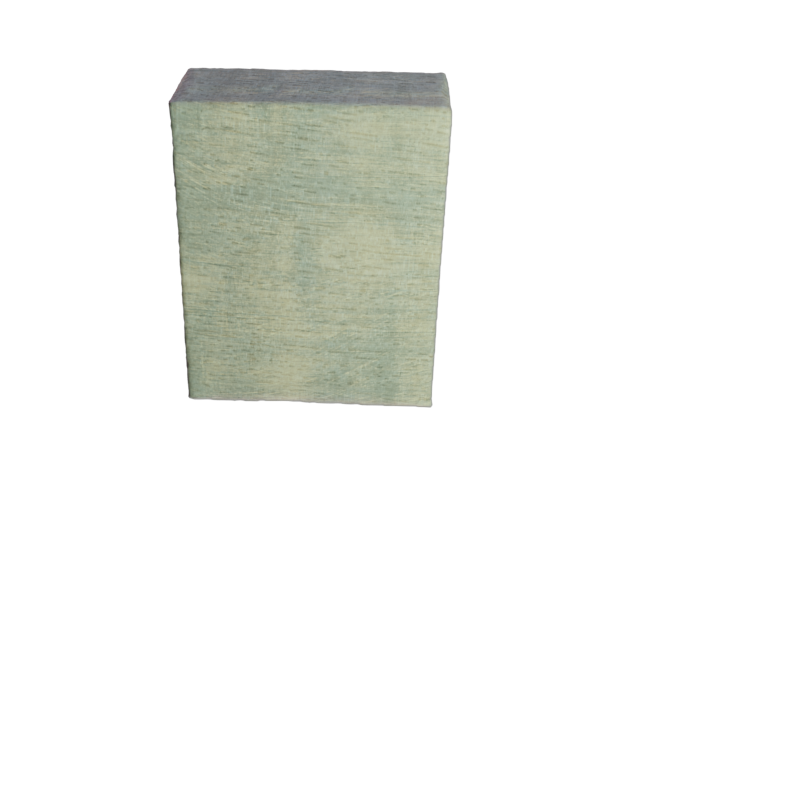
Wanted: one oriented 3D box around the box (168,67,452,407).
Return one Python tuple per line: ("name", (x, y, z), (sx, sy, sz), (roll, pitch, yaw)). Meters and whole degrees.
("box", (-0.055, -0.101, 0.706), (0.165, 0.201, 0.076), (3, 31, 2))
